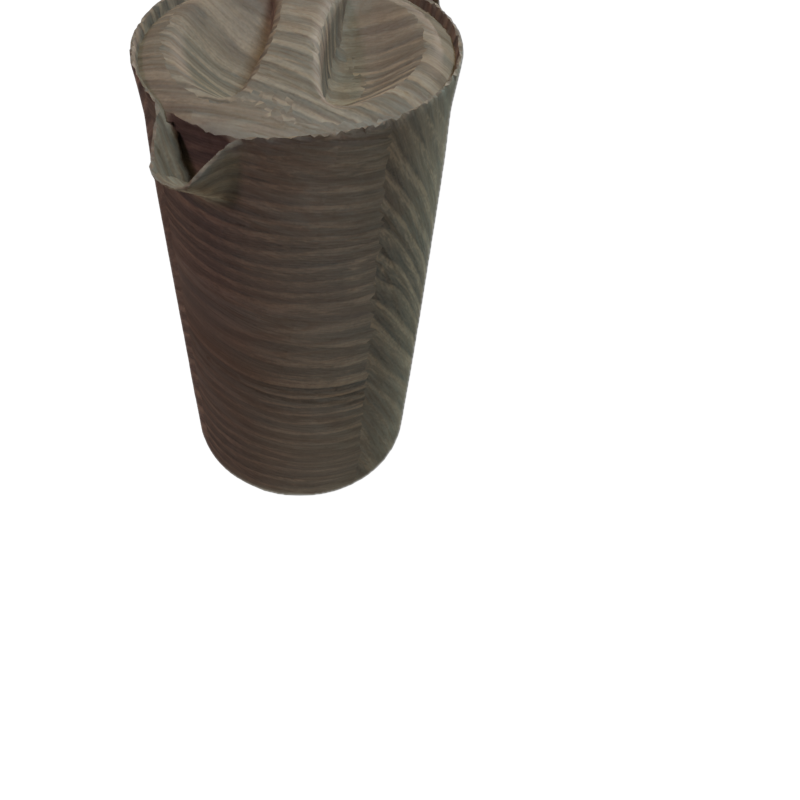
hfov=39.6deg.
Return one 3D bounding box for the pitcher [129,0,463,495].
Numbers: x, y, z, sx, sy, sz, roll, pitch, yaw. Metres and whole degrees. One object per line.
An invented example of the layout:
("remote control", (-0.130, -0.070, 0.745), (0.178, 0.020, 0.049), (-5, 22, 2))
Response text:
("pitcher", (-0.041, -0.075, 0.524), (0.148, 0.226, 0.157), (-8, 46, -11))
